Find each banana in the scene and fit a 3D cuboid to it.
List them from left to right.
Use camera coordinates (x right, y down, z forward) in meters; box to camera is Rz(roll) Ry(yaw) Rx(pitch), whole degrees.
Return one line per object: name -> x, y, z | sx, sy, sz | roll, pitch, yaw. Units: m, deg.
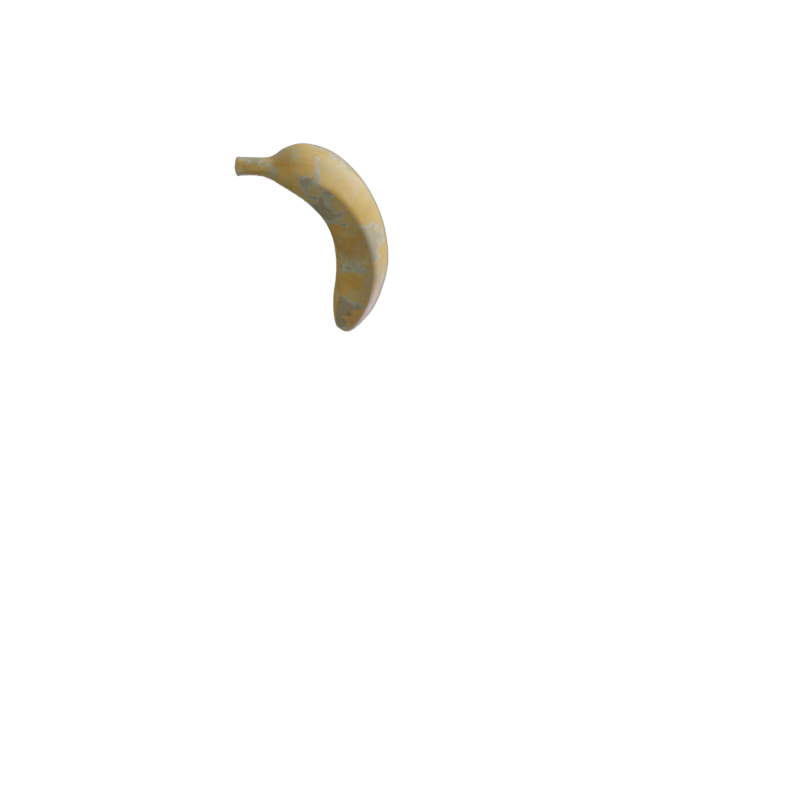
banana -> -0.044, -0.116, 0.767 | 0.070, 0.039, 0.182 | -13, -39, 16
